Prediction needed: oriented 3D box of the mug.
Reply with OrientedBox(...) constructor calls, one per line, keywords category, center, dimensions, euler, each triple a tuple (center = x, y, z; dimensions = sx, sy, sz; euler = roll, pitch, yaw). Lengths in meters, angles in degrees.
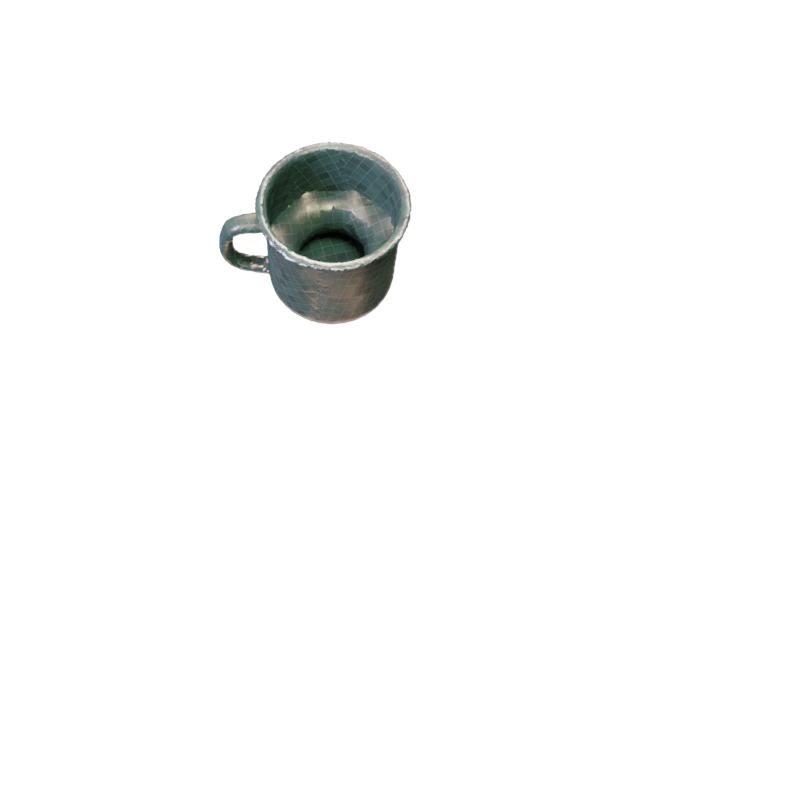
OrientedBox(category="mug", center=(-0.054, -0.099, 0.693), dimensions=(0.116, 0.100, 0.077), euler=(-6, -29, -5))
